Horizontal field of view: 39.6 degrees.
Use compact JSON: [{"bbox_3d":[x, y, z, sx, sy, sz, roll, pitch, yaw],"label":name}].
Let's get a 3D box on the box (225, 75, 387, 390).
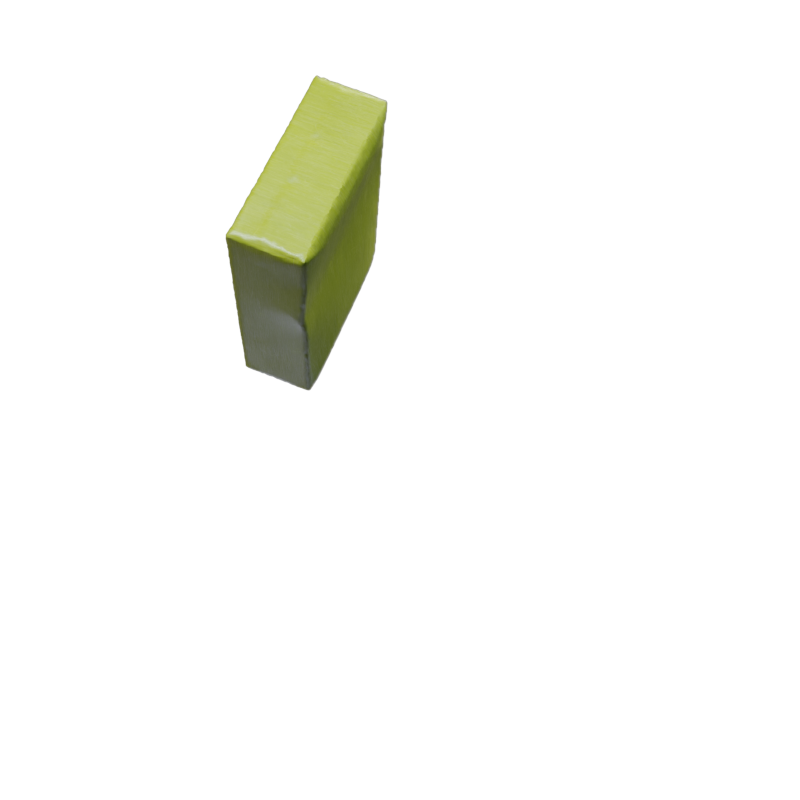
[{"bbox_3d":[-0.071,-0.129,0.903,0.073,0.171,0.201,20,-27,6],"label":"box"}]
